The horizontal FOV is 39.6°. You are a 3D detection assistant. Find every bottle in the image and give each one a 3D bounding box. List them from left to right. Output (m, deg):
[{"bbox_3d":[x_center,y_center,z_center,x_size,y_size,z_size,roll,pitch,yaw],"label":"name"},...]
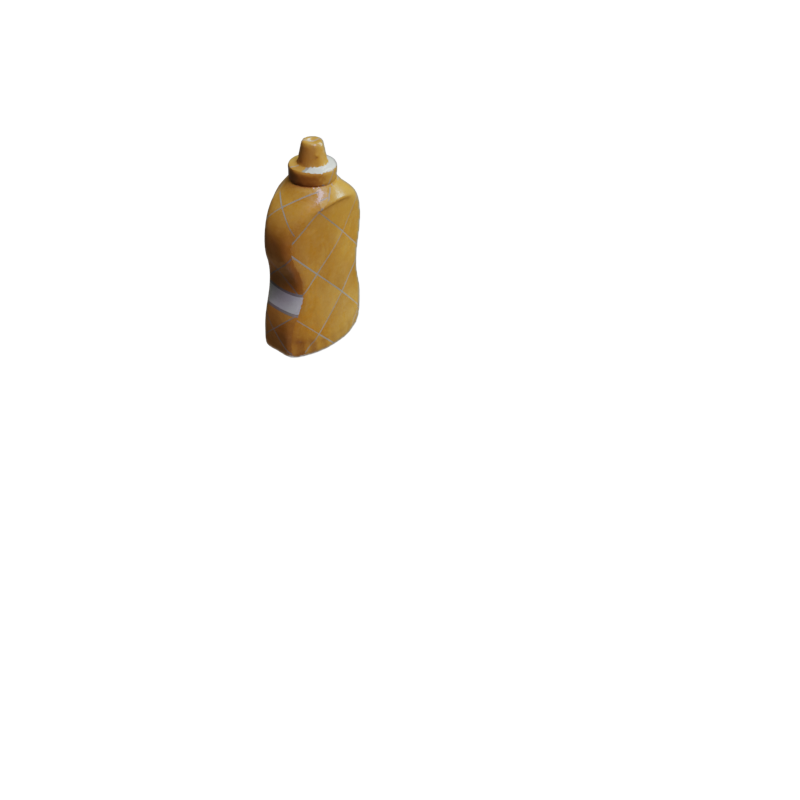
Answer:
[{"bbox_3d":[-0.075,-0.136,0.952,0.062,0.180,0.096,28,41,33],"label":"bottle"}]
